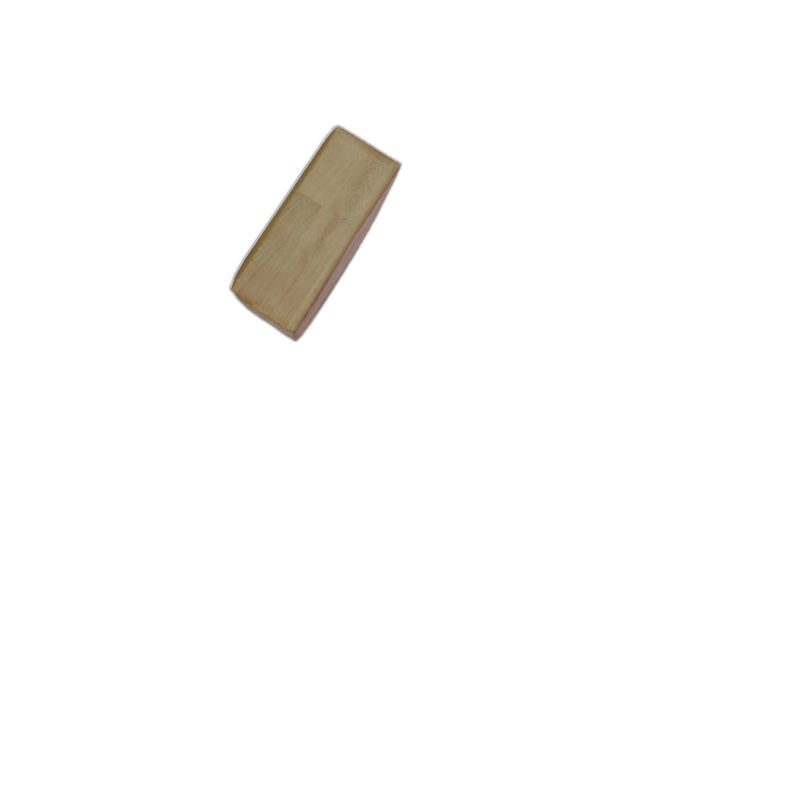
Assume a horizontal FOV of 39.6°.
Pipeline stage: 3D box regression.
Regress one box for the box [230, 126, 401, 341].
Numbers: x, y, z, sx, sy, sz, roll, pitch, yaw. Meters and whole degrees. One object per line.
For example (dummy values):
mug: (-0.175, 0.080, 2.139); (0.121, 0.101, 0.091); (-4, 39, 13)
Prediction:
box: (-0.077, -0.141, 0.988); (0.072, 0.165, 0.212); (32, -3, -3)
